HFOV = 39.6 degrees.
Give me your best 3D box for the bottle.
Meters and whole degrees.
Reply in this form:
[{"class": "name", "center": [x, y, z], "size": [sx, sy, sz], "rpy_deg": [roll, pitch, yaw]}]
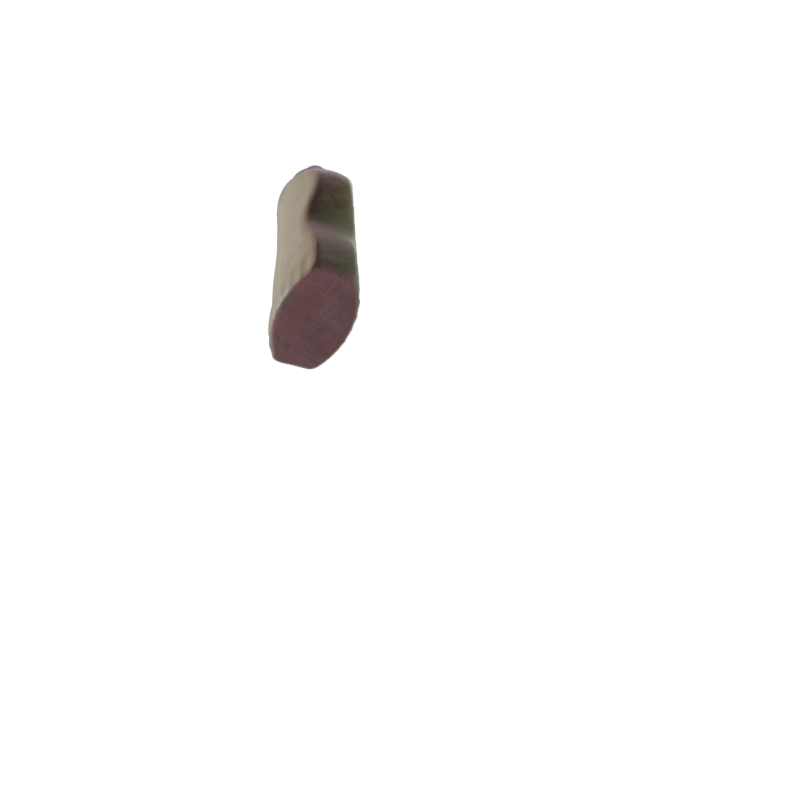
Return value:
[{"class": "bottle", "center": [-0.066, -0.120, 0.842], "size": [0.057, 0.091, 0.206], "rpy_deg": [13, 39, -15]}]
